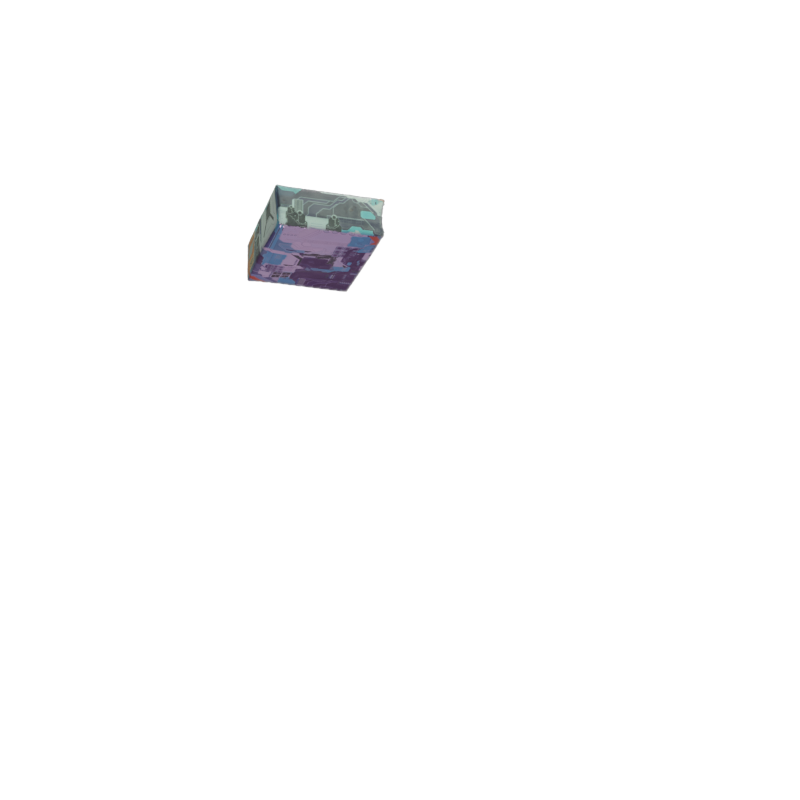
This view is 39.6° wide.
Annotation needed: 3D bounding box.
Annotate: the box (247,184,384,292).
[{"bbox_3d":[-0.071,-0.130,0.908,0.088,0.041,0.111,6,-20,-17],"label":"box"}]
